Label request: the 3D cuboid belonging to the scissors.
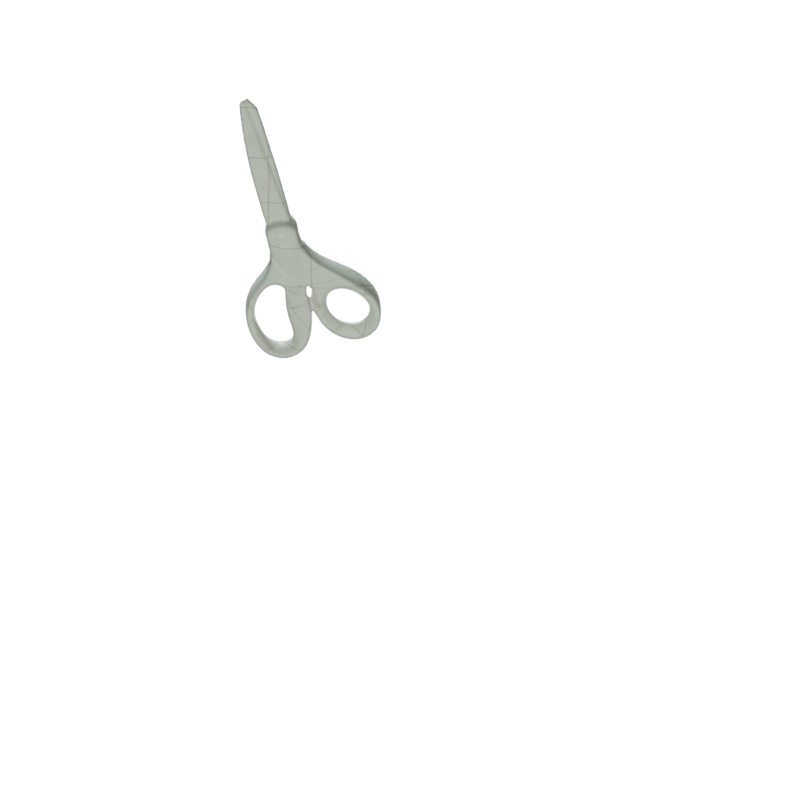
[{"bbox_3d":[-0.053,-0.096,0.673,0.095,0.017,0.189,5,-44,-5],"label":"scissors"}]
